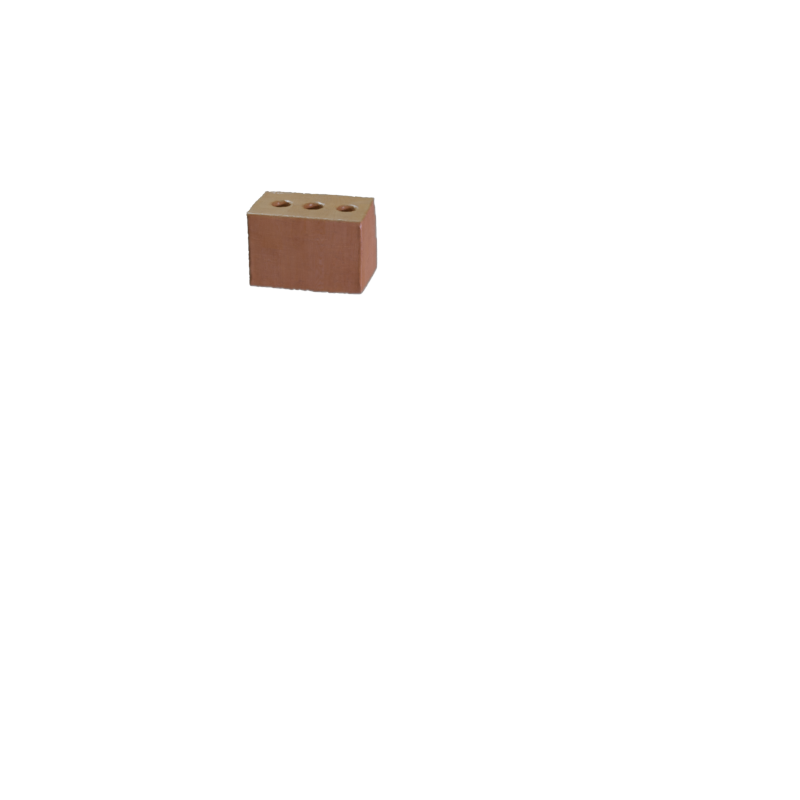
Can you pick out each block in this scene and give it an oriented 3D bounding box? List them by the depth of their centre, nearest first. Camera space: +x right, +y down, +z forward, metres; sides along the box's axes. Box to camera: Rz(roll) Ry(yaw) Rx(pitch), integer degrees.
[{"bbox_3d":[-0.057,-0.104,0.729,0.079,0.049,0.054,5,23,10],"label":"block"}]
